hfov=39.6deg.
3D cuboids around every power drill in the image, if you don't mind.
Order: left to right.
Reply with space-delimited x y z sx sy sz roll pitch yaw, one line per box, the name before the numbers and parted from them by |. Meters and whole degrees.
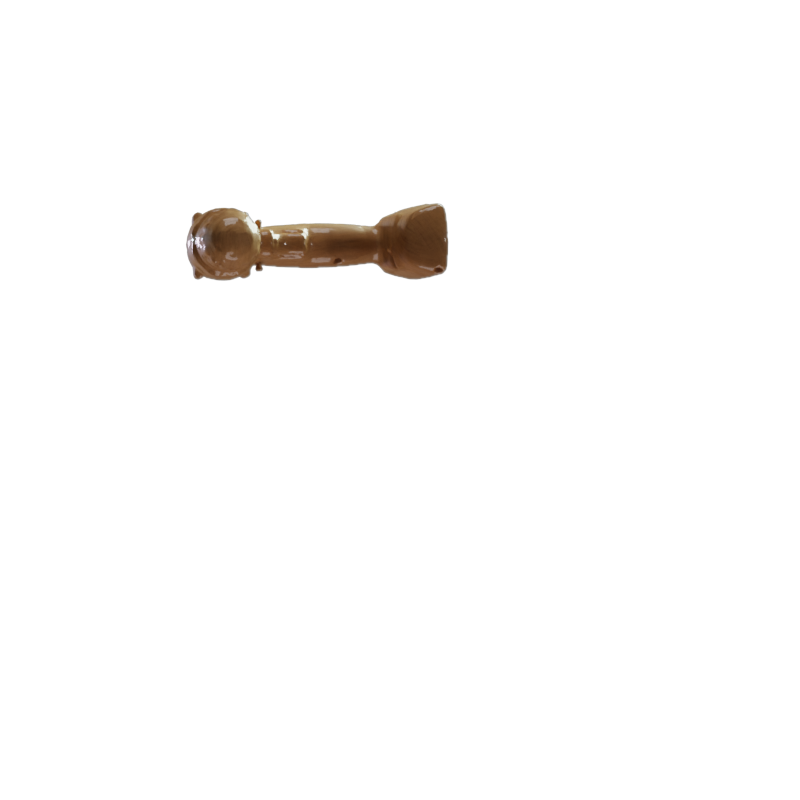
power drill | -0.064 -0.117 0.818 0.185 0.057 0.188 -1 6 -12
